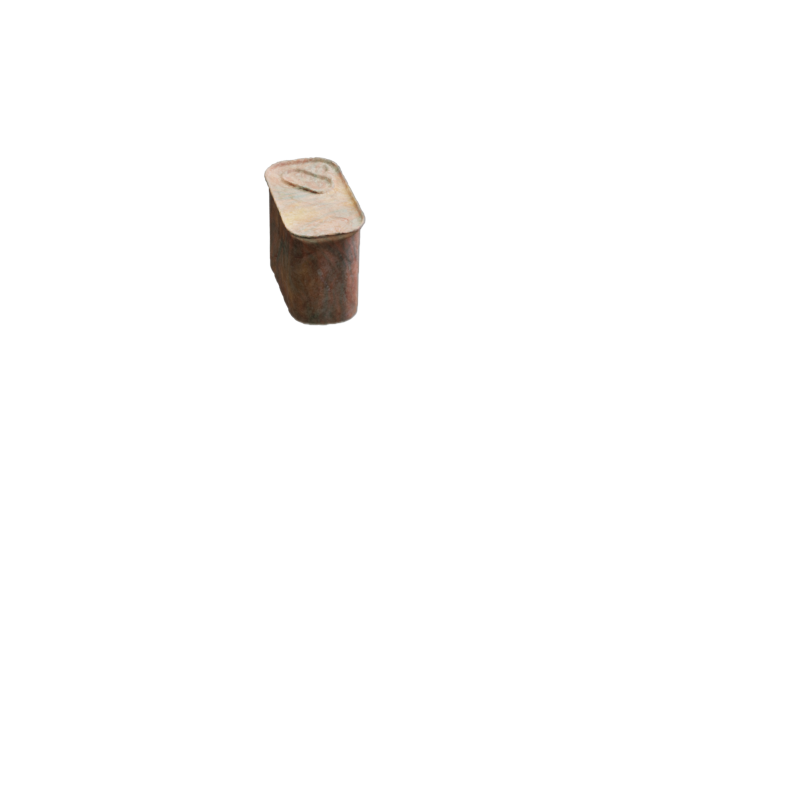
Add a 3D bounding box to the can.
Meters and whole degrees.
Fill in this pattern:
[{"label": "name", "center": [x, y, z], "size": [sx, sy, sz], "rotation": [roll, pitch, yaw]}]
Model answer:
[{"label": "can", "center": [-0.064, -0.116, 0.815], "size": [0.057, 0.078, 0.110], "rotation": [-9, 41, -14]}]
